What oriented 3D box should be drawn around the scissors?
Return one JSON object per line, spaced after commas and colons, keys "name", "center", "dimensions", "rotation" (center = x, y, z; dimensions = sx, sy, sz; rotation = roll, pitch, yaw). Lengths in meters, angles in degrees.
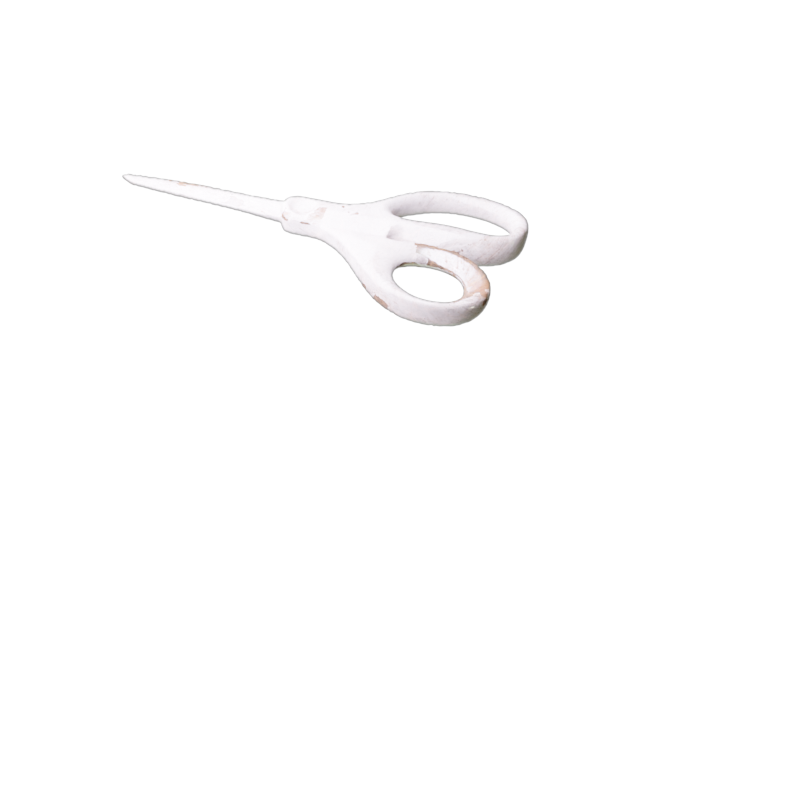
{"name": "scissors", "center": [-0.041, -0.075, 0.522], "dimensions": [0.203, 0.015, 0.103], "rotation": [3, 43, 3]}
